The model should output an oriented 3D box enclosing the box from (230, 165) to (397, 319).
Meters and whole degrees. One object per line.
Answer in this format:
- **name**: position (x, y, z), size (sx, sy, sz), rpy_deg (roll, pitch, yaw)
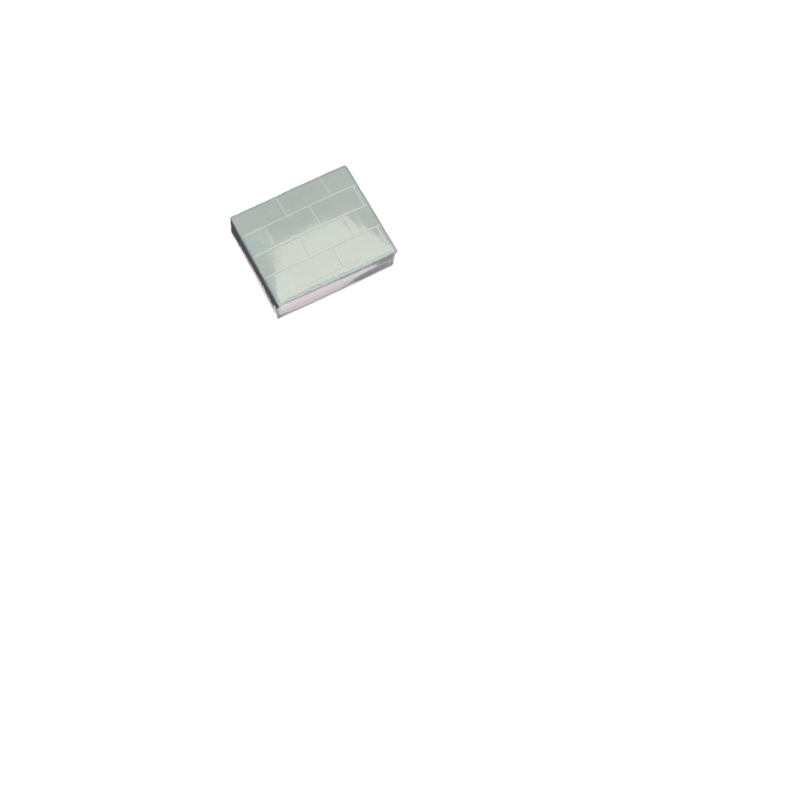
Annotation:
- **box**: position (-0.073, -0.132, 0.925), size (0.113, 0.095, 0.037), rpy_deg (-27, -19, -11)
